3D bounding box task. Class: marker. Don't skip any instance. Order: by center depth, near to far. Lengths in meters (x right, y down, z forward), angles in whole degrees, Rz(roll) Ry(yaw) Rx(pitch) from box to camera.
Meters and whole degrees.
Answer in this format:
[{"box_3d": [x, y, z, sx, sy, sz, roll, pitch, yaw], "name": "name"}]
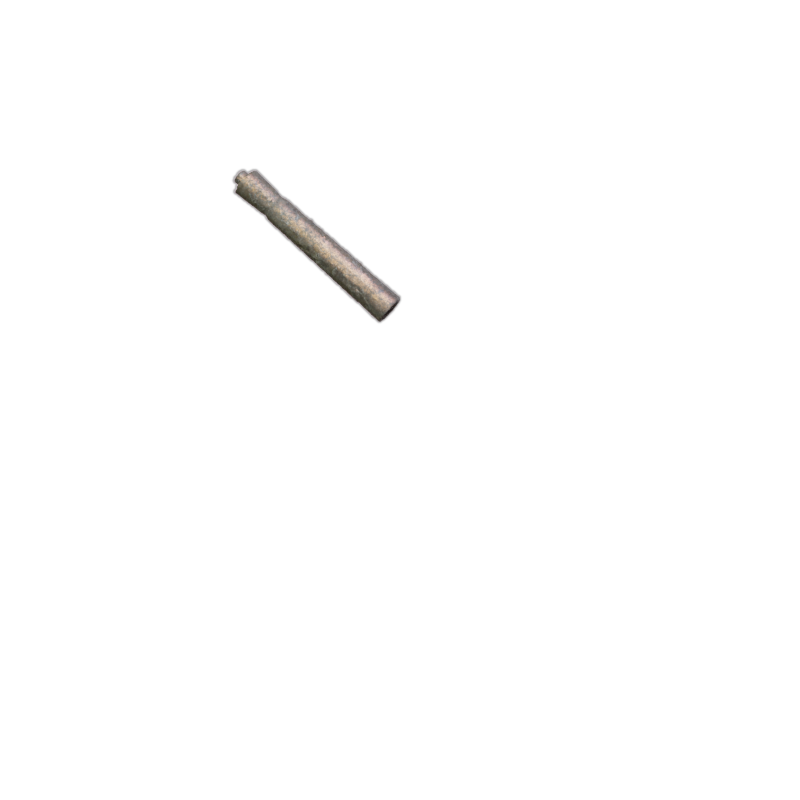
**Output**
[{"box_3d": [-0.050, -0.092, 0.644, 0.125, 0.019, 0.019, 43, 12, 11], "name": "marker"}]
